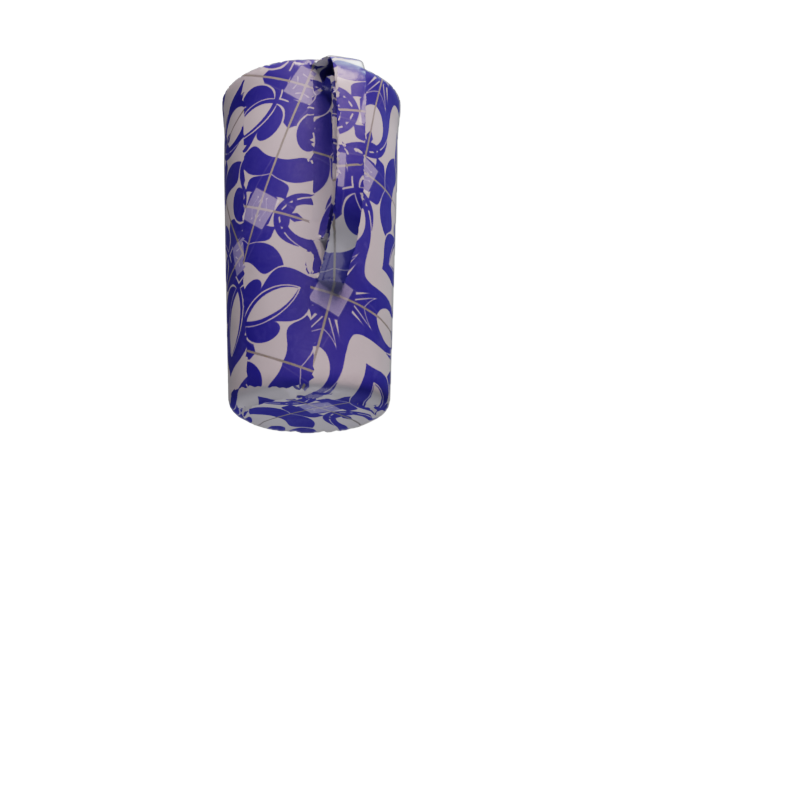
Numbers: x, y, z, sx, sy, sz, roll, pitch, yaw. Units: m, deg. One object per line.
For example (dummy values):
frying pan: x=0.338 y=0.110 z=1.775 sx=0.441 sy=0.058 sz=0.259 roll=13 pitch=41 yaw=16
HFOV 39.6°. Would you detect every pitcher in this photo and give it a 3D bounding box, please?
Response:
pitcher: x=-0.060 y=-0.110 z=0.771 sx=0.147 sy=0.256 sz=0.139 roll=-12 pitch=-24 yaw=24
